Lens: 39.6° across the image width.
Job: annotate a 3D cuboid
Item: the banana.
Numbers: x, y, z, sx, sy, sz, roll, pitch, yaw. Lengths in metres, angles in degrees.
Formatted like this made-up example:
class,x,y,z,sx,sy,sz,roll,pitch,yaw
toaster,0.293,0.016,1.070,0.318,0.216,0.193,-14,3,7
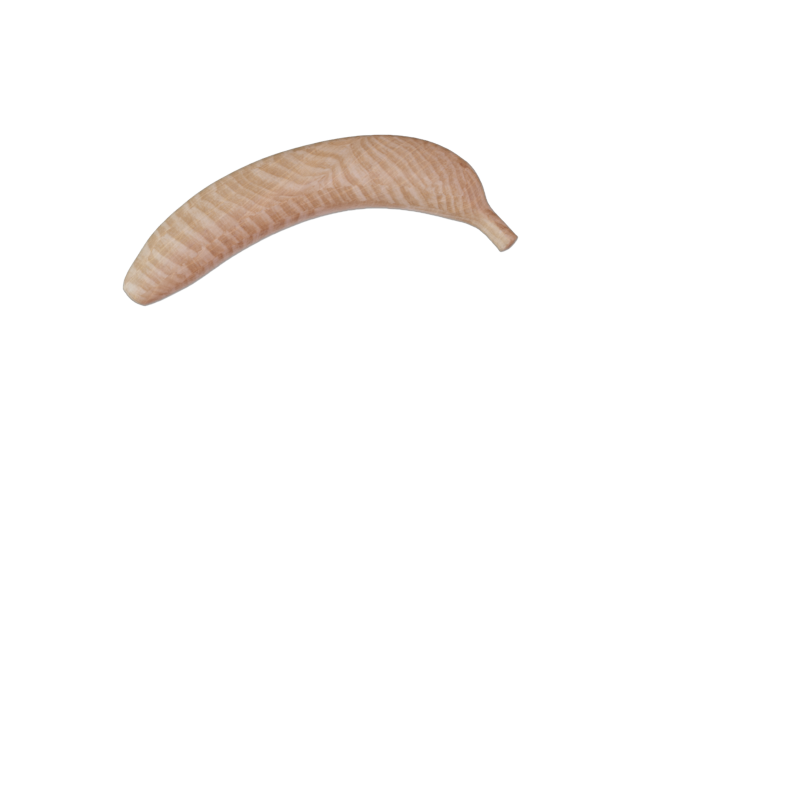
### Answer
class,x,y,z,sx,sy,sz,roll,pitch,yaw
banana,-0.043,-0.096,0.553,0.197,0.074,0.035,-10,-24,-5
